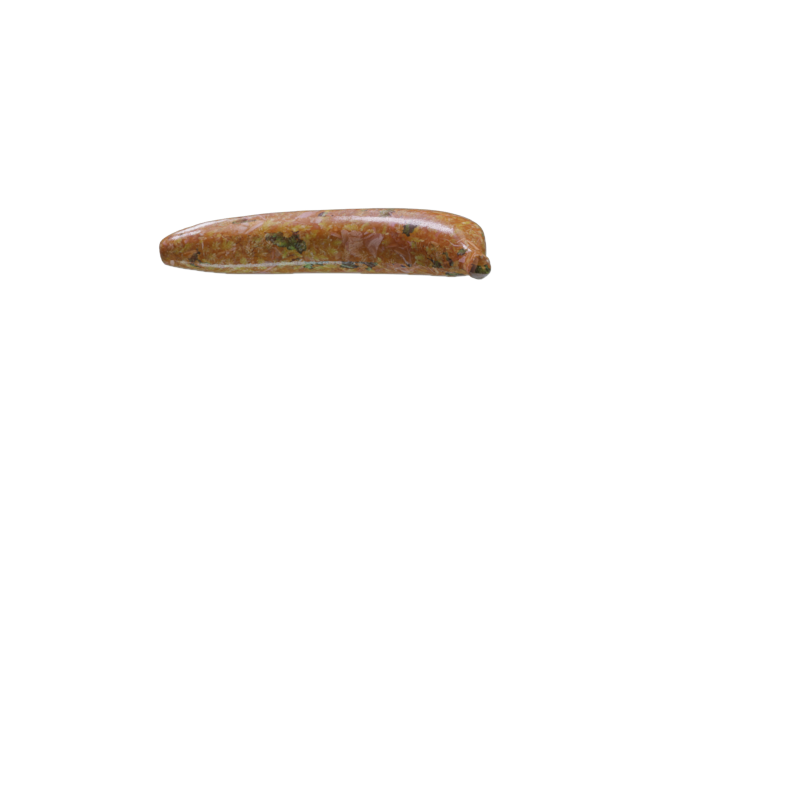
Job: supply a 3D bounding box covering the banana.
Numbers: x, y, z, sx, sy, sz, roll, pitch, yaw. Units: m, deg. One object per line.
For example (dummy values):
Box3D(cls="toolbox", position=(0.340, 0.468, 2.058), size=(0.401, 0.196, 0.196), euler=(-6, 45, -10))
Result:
Box3D(cls="banana", position=(-0.034, -0.086, 0.600), size=(0.205, 0.036, 0.068), euler=(4, 7, 28))
